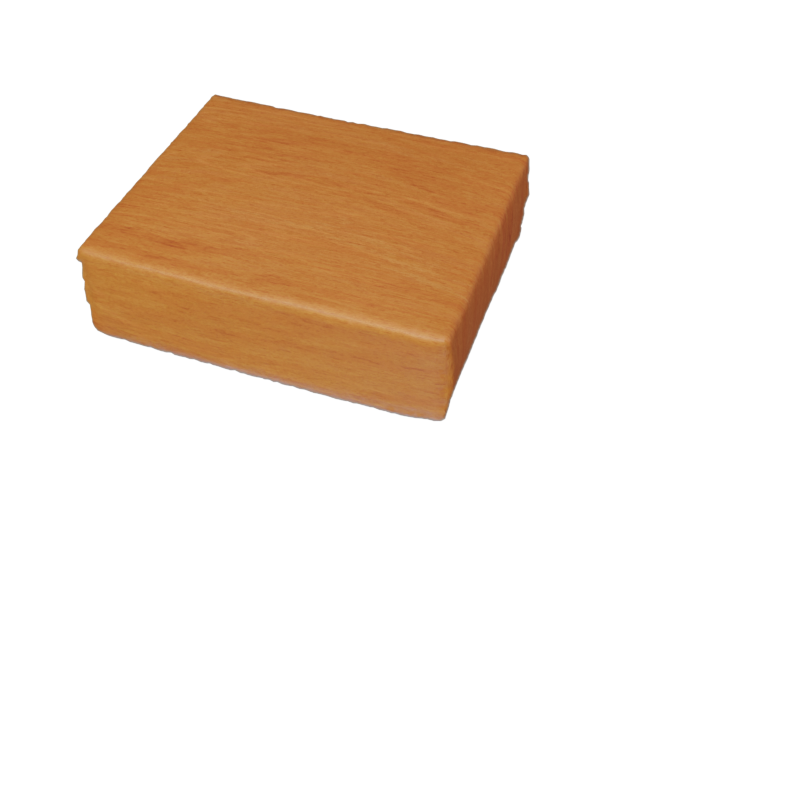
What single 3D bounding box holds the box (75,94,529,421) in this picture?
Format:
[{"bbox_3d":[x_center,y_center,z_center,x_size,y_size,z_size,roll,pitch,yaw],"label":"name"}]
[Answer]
[{"bbox_3d":[-0.027,-0.048,0.338,0.117,0.036,0.094,15,47,14],"label":"box"}]
